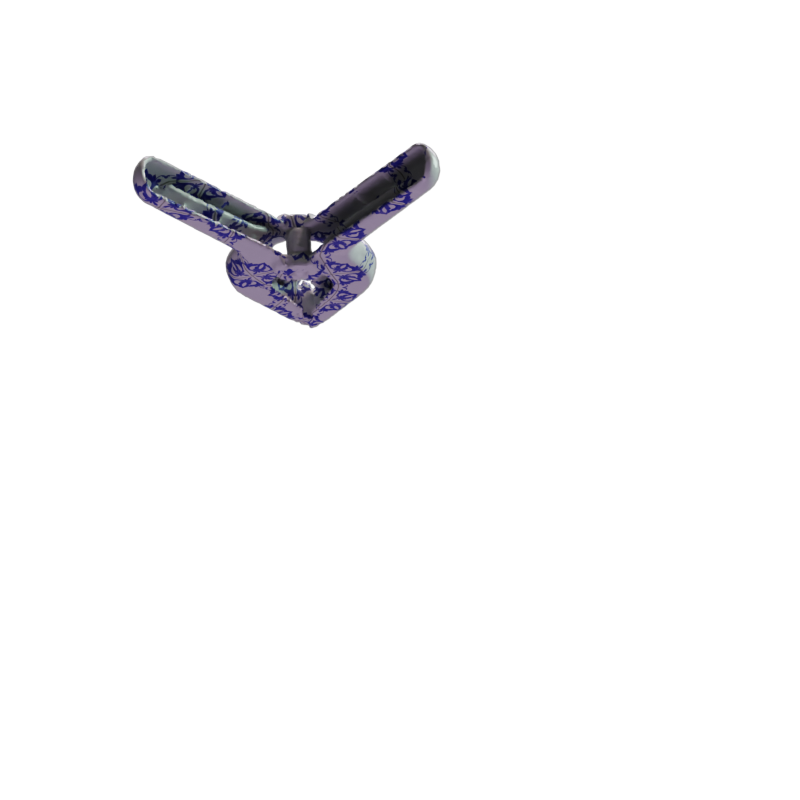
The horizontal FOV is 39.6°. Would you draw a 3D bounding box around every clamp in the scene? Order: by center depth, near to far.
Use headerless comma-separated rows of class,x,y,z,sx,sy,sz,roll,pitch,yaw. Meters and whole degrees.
clamp,-0.052,-0.096,0.670,0.166,0.038,0.198,-3,-20,8
